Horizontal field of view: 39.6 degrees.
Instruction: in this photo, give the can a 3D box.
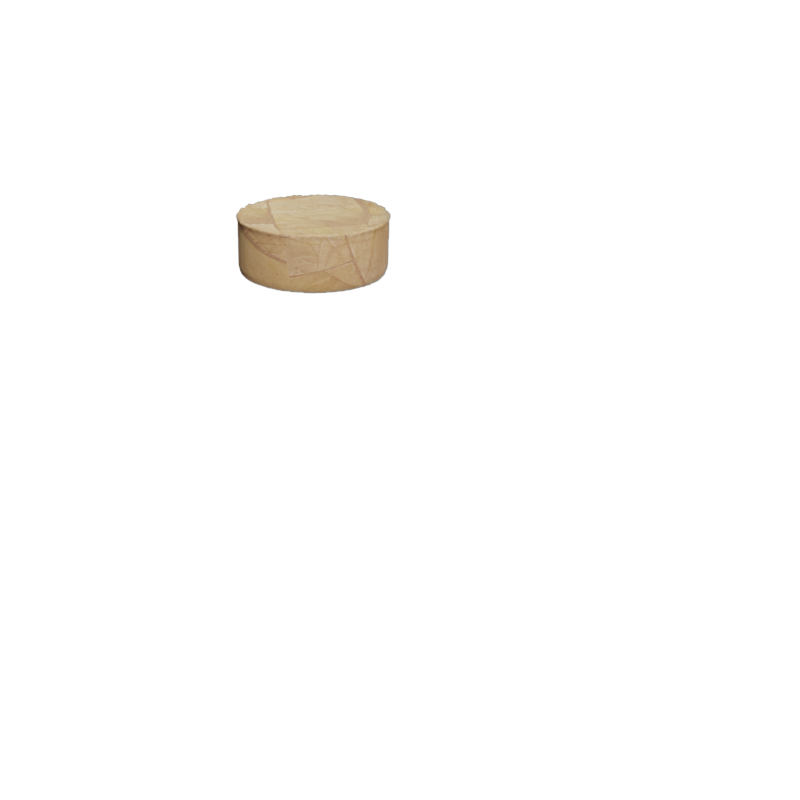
[{"bbox_3d":[-0.049,-0.089,0.622,0.086,0.032,0.090,-1,23,-2],"label":"can"}]
